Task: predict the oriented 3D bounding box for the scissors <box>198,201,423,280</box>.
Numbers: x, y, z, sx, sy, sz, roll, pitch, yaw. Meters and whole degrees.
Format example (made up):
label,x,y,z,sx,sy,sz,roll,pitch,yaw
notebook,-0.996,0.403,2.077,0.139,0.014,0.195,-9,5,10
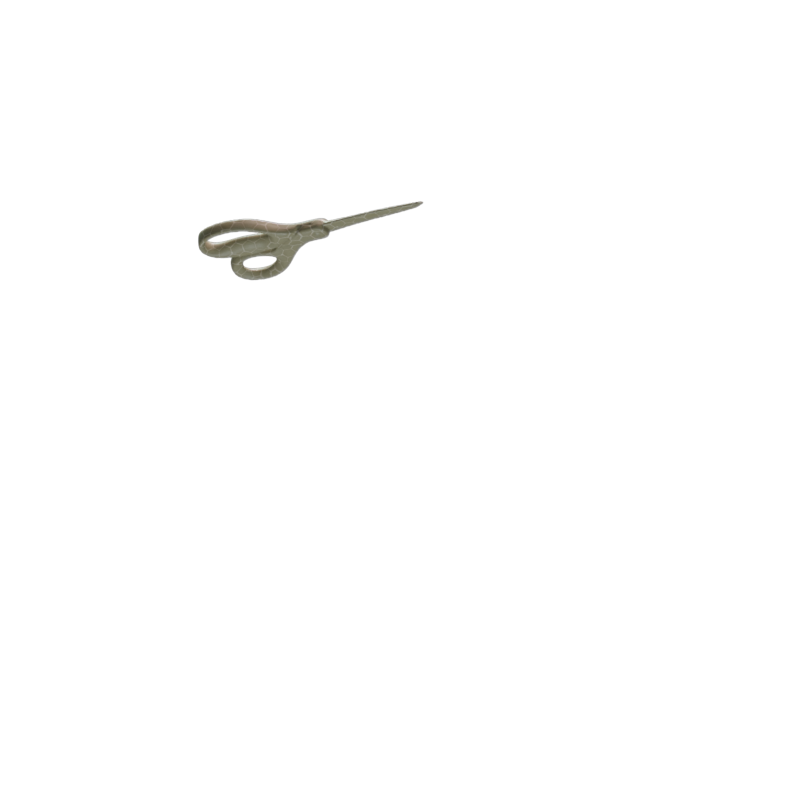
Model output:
label,x,y,z,sx,sy,sz,roll,pitch,yaw
scissors,-0.077,-0.140,0.981,0.203,0.017,0.090,-4,-26,7
